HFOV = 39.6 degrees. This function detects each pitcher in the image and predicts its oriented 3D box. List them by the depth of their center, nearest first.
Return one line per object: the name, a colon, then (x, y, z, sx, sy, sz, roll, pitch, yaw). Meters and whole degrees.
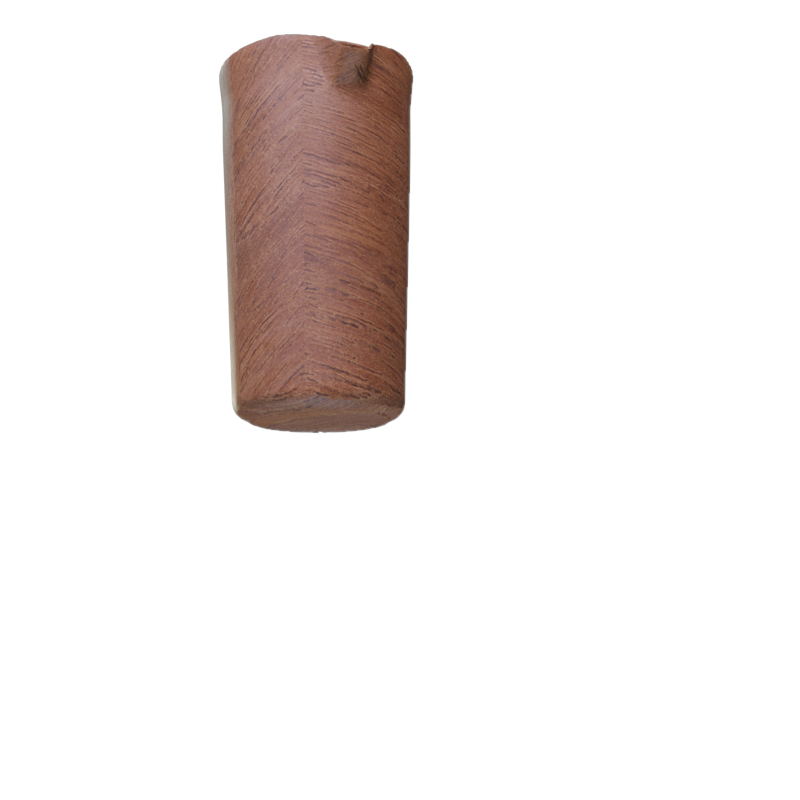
pitcher: (-0.057, -0.105, 0.734, 0.148, 0.253, 0.140, -8, -18, 23)
